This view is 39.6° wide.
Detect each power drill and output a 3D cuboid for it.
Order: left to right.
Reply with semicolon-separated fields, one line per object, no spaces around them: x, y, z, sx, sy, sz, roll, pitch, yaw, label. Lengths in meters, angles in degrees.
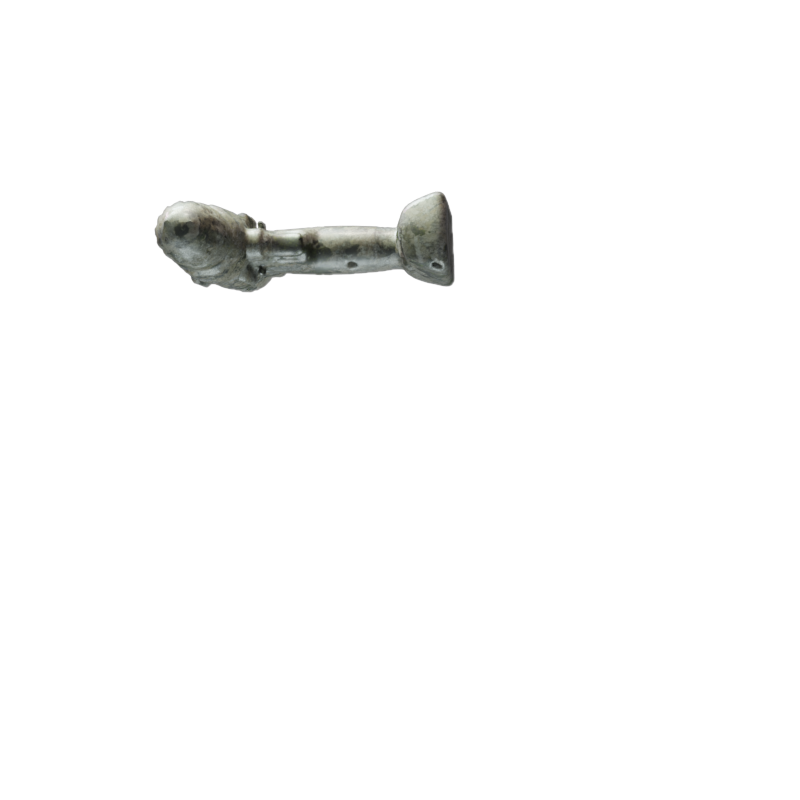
-0.059;-0.108;0.759;0.190;0.058;0.181;0;1;9;power drill
